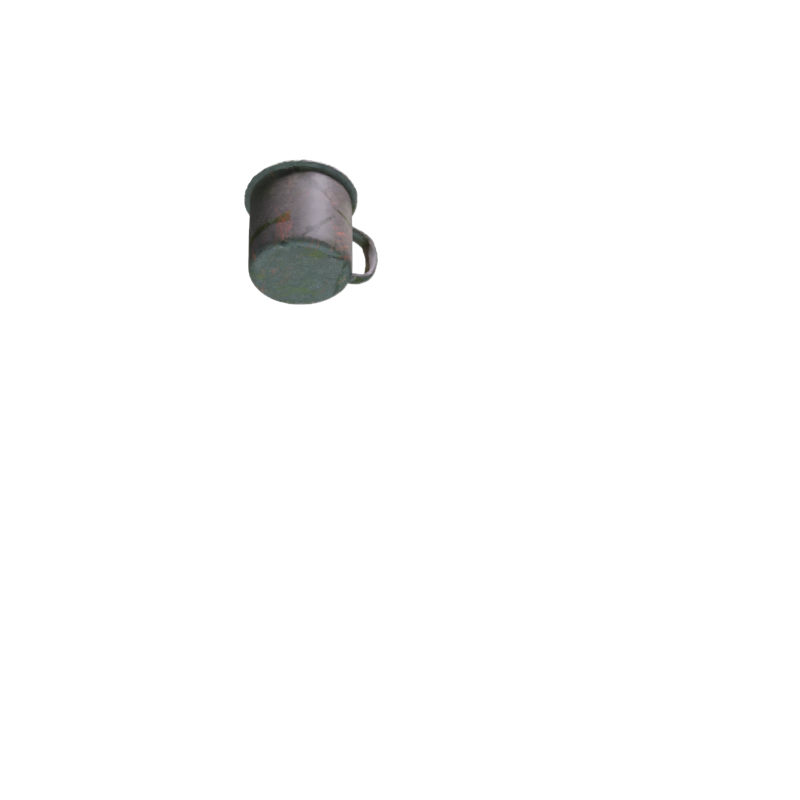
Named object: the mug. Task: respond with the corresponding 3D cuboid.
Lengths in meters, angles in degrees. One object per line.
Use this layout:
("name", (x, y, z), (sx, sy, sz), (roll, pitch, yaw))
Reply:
("mug", (-0.069, -0.126, 0.885), (0.111, 0.087, 0.091), (21, -42, -28))
